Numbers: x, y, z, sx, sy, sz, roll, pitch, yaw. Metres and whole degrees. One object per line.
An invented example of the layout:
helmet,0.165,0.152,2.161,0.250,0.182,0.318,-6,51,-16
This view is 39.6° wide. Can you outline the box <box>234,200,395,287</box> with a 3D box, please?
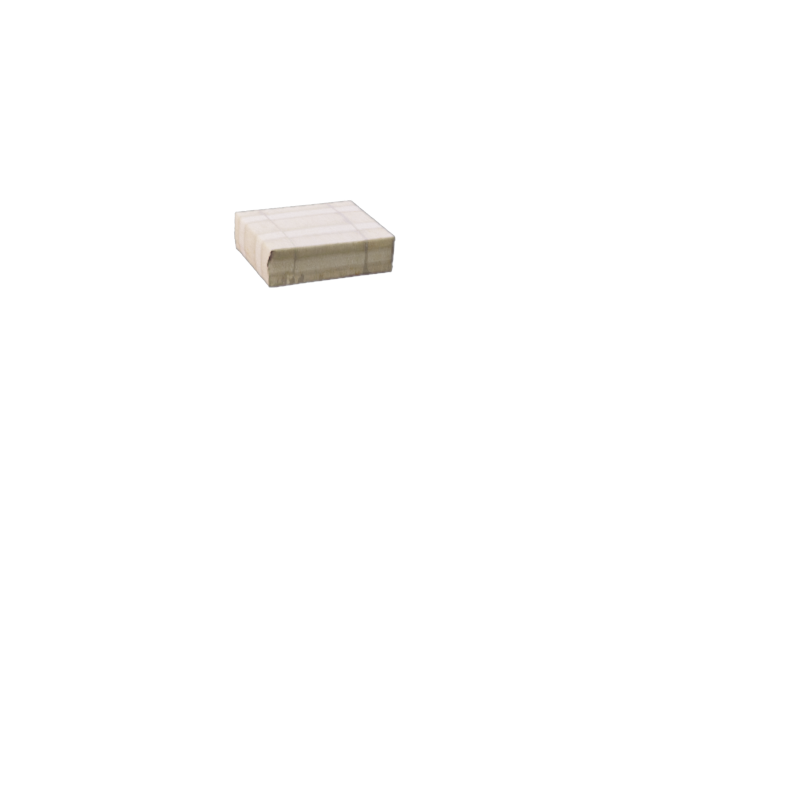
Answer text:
box,-0.073,-0.133,0.931,0.111,0.037,0.096,-12,30,-21
